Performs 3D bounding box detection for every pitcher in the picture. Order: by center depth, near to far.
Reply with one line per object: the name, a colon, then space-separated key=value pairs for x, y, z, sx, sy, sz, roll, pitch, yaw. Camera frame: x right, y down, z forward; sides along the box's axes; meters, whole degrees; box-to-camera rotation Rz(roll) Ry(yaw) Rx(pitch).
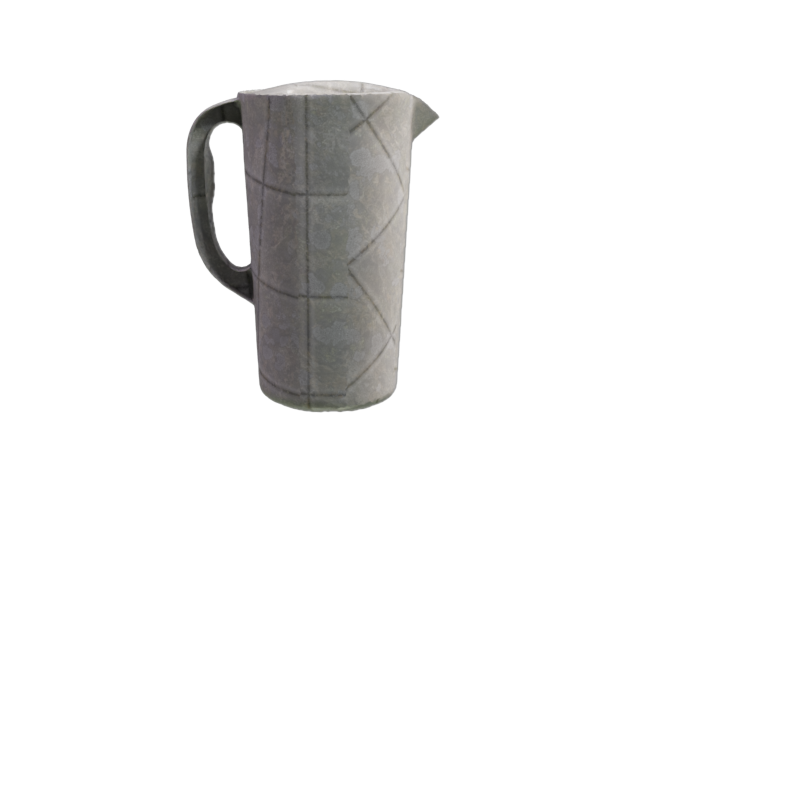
pitcher: x=-0.066 y=-0.121 z=0.845 sx=0.157 sy=0.237 sz=0.141 roll=11 pitch=16 yaw=40
